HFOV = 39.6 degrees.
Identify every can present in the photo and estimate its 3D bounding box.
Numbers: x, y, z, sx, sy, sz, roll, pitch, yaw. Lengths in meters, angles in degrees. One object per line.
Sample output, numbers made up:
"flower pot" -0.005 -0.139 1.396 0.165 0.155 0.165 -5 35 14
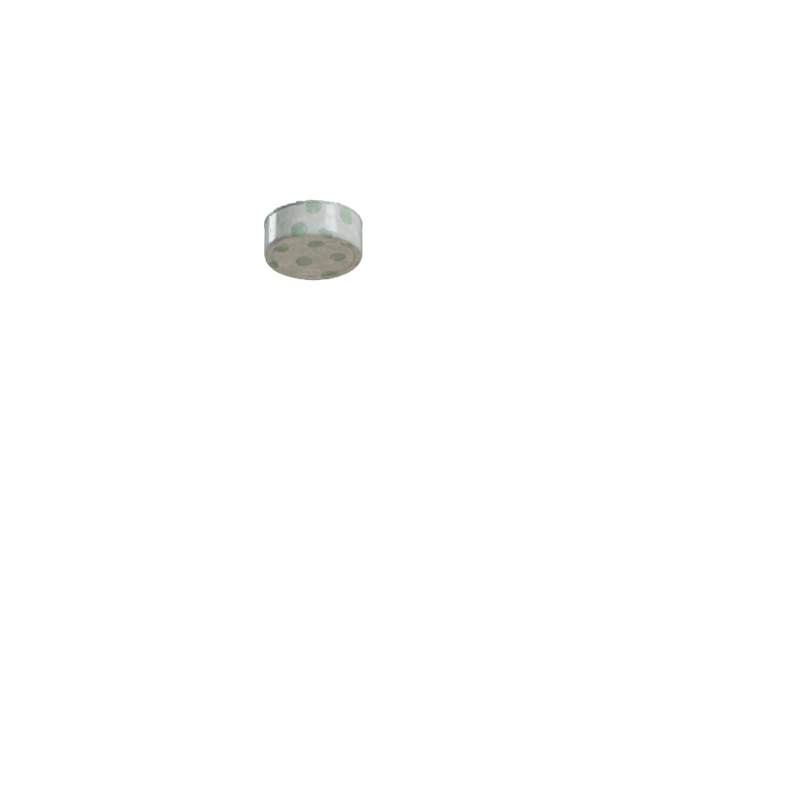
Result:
"can" -0.075 -0.136 0.952 0.086 0.035 0.081 1 -23 -2
